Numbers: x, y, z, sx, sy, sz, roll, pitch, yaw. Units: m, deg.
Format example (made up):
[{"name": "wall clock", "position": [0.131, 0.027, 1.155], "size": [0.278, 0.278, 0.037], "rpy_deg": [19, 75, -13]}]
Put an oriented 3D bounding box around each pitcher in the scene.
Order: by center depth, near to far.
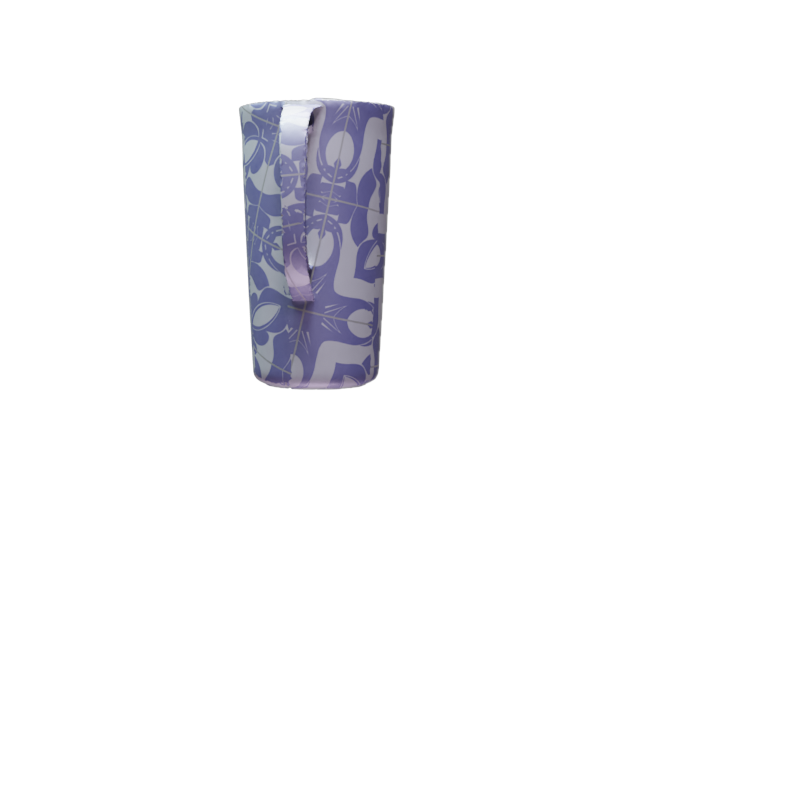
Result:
[{"name": "pitcher", "position": [-0.074, -0.134, 0.940], "size": [0.144, 0.243, 0.151], "rpy_deg": [-2, 3, -38]}]
